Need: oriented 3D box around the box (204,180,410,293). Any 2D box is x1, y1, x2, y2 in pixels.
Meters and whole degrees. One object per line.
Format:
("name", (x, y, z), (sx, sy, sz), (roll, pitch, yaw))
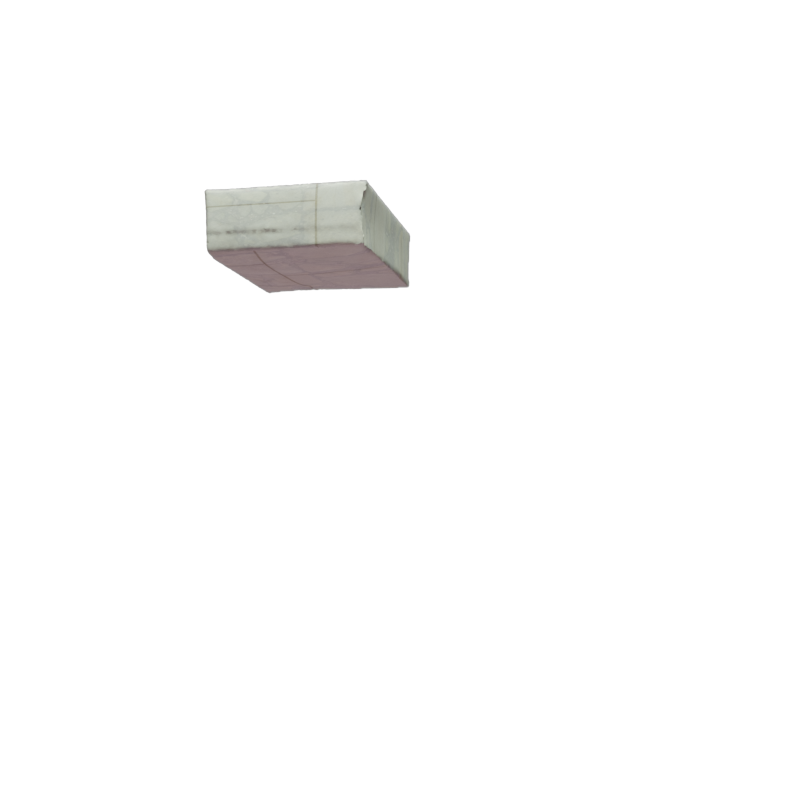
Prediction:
("box", (-0.049, -0.089, 0.620), (0.091, 0.040, 0.109), (-2, -6, 14))
